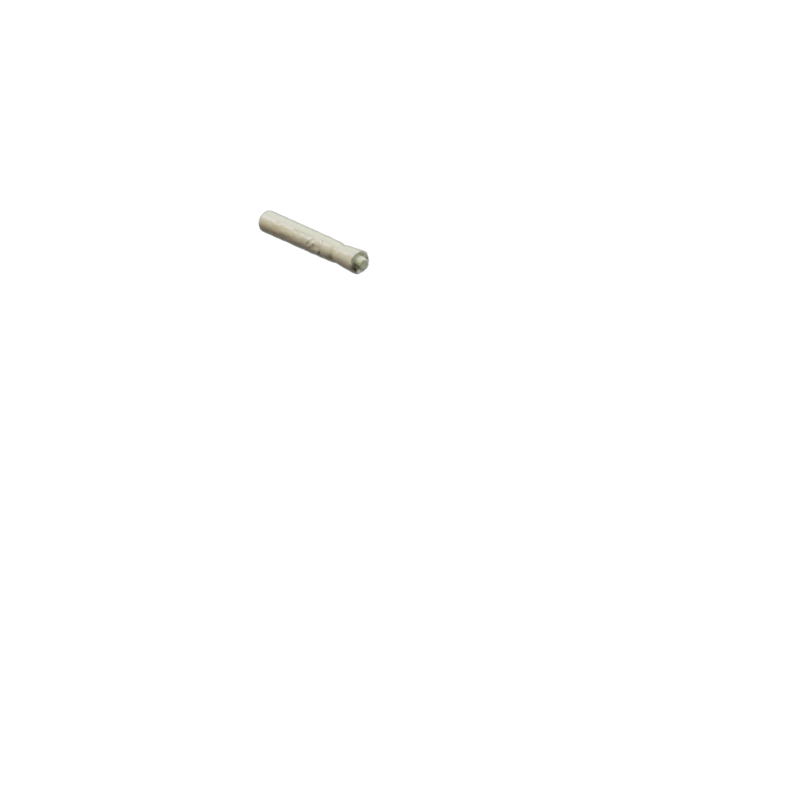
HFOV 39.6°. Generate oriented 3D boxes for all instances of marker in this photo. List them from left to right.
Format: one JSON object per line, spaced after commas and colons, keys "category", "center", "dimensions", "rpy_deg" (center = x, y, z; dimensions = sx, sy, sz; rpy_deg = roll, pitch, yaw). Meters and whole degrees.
{"category": "marker", "center": [-0.068, -0.124, 0.866], "dimensions": [0.019, 0.019, 0.129], "rpy_deg": [-3, 23, -42]}
